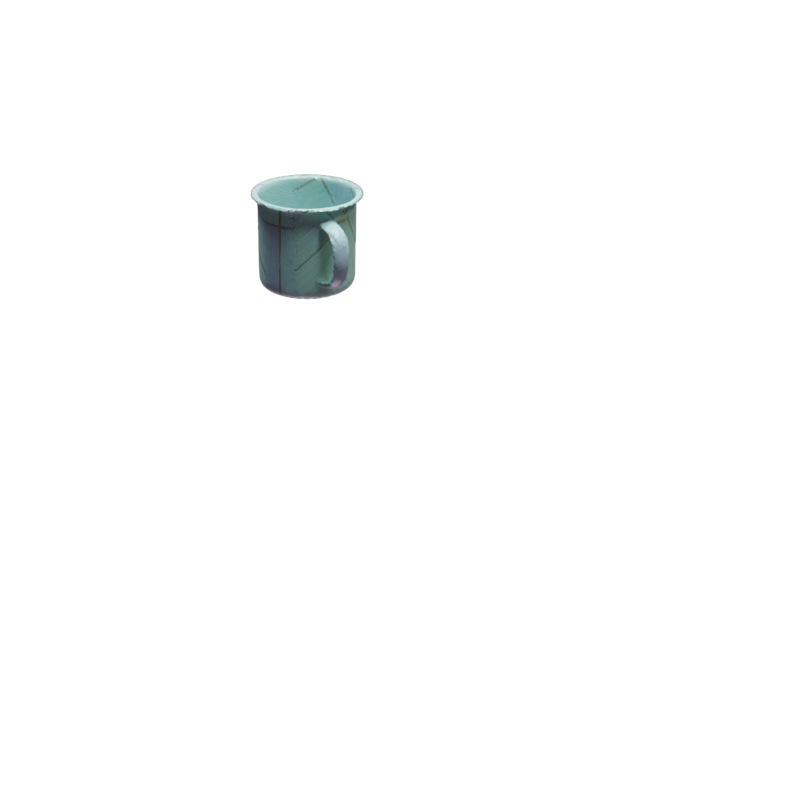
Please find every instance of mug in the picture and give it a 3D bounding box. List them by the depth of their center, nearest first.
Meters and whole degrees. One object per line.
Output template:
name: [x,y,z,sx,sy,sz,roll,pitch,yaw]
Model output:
mug: [-0.072,-0.131,0.915,0.091,0.077,0.126,-13,29,-26]
